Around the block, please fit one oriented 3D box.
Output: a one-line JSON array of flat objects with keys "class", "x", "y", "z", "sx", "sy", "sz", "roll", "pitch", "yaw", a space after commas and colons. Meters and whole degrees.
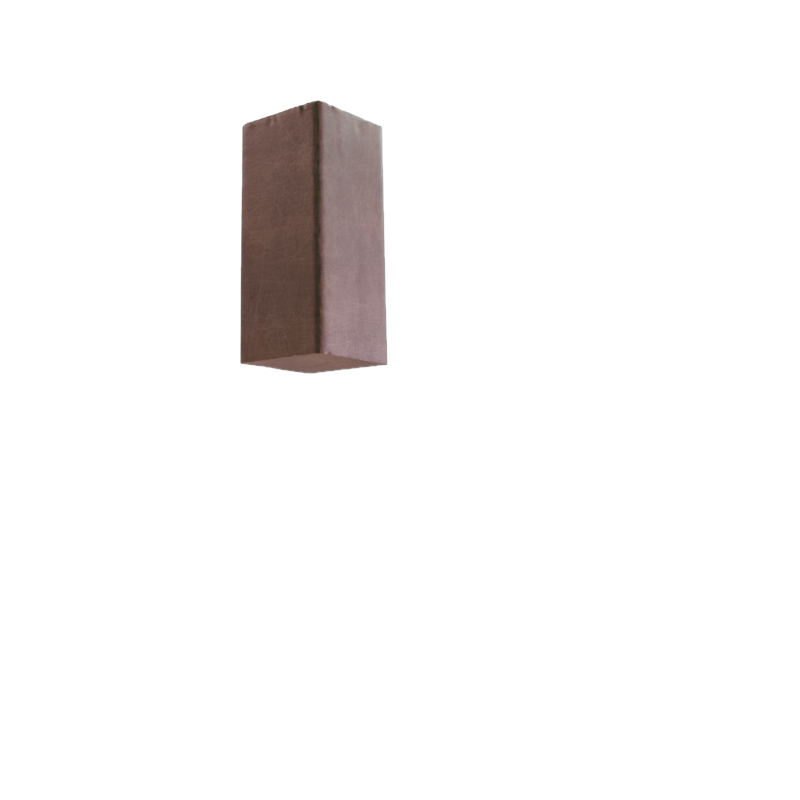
[{"class": "block", "x": -0.073, "y": -0.133, "z": 0.929, "sx": 0.093, "sy": 0.213, "sz": 0.085, "roll": -11, "pitch": -16, "yaw": 38}]
